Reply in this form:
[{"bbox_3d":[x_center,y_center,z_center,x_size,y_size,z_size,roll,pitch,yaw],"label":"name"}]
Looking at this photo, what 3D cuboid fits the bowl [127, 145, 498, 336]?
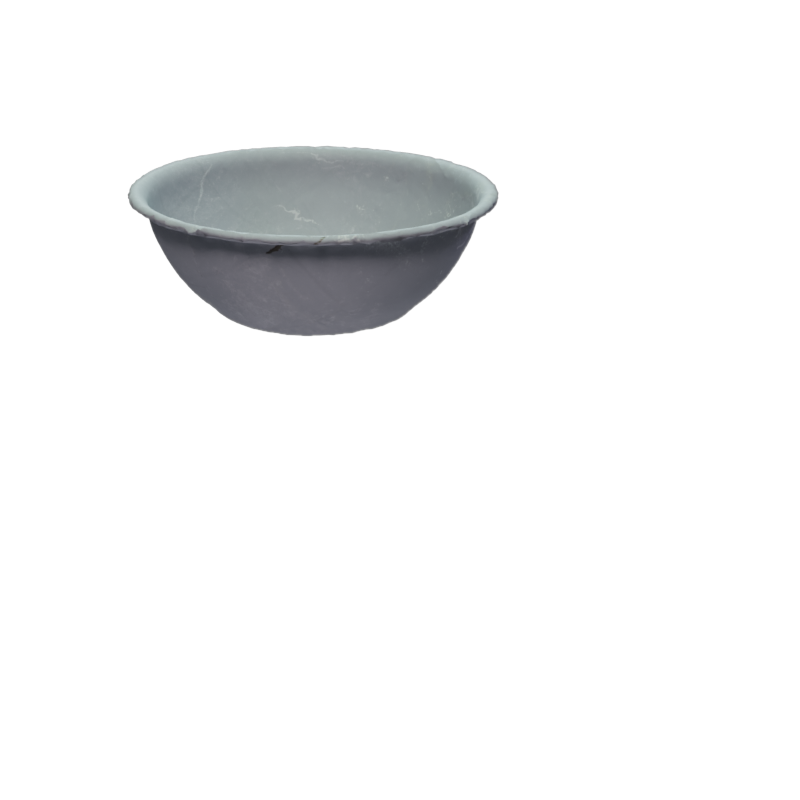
[{"bbox_3d":[-0.039,-0.071,0.496,0.162,0.052,0.170,-1,24,-2],"label":"bowl"}]
